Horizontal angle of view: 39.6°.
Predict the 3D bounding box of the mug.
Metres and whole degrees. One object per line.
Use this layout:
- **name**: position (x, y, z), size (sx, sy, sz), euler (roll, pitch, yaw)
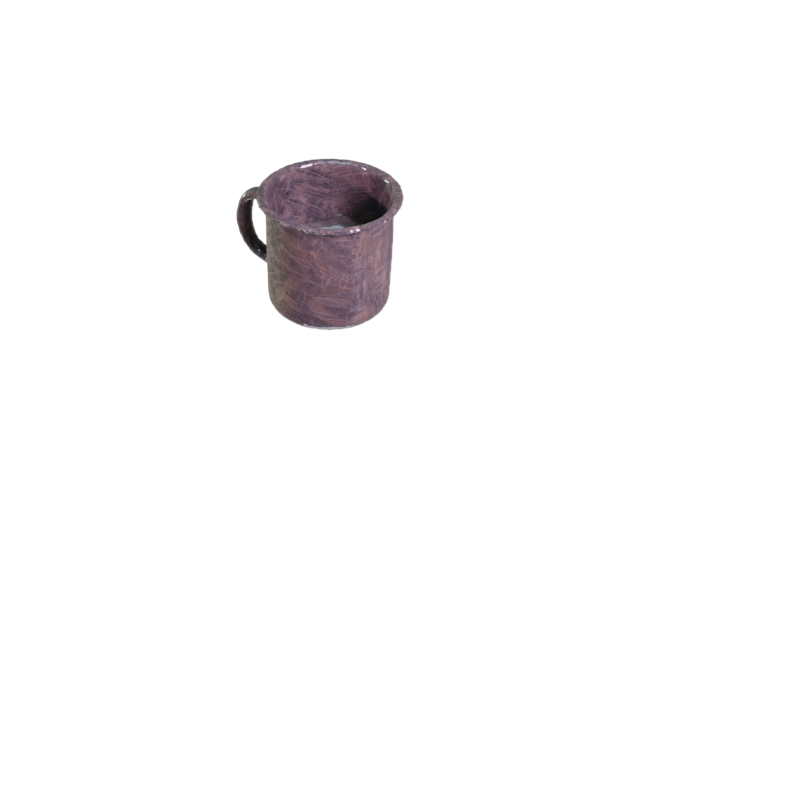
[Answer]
- **mug**: position (-0.057, -0.104, 0.727), size (0.122, 0.076, 0.096), euler (18, 40, 21)
